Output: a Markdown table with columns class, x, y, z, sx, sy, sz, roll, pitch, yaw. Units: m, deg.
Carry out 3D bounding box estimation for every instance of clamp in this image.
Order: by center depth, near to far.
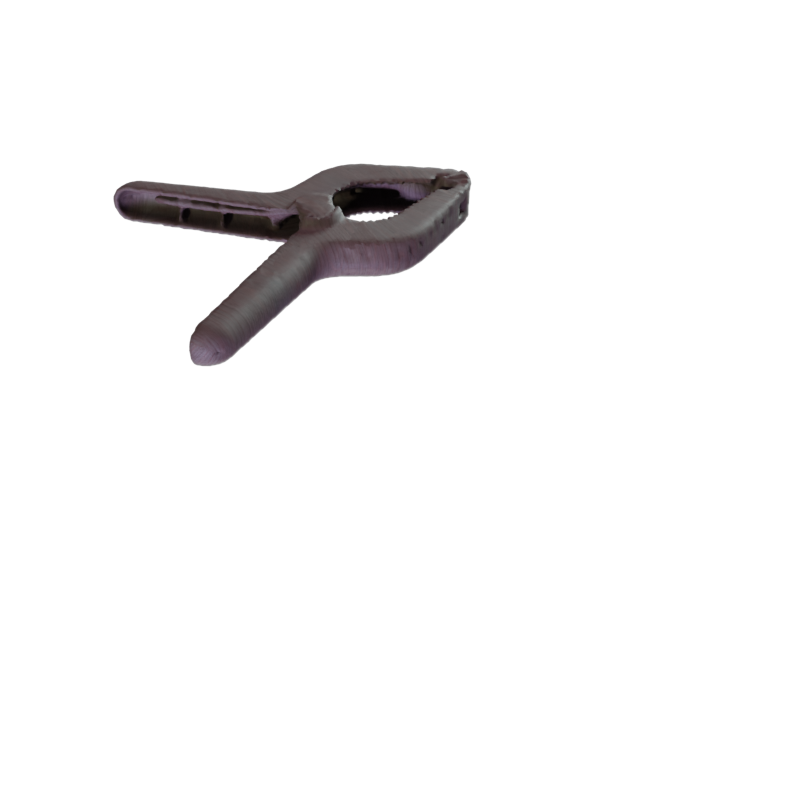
| class | x | y | z | sx | sy | sz | roll | pitch | yaw |
| --- | --- | --- | --- | --- | --- | --- | --- | --- | --- |
| clamp | -0.050 | -0.091 | 0.639 | 0.207 | 0.034 | 0.178 | -12 | 42 | -13 |
